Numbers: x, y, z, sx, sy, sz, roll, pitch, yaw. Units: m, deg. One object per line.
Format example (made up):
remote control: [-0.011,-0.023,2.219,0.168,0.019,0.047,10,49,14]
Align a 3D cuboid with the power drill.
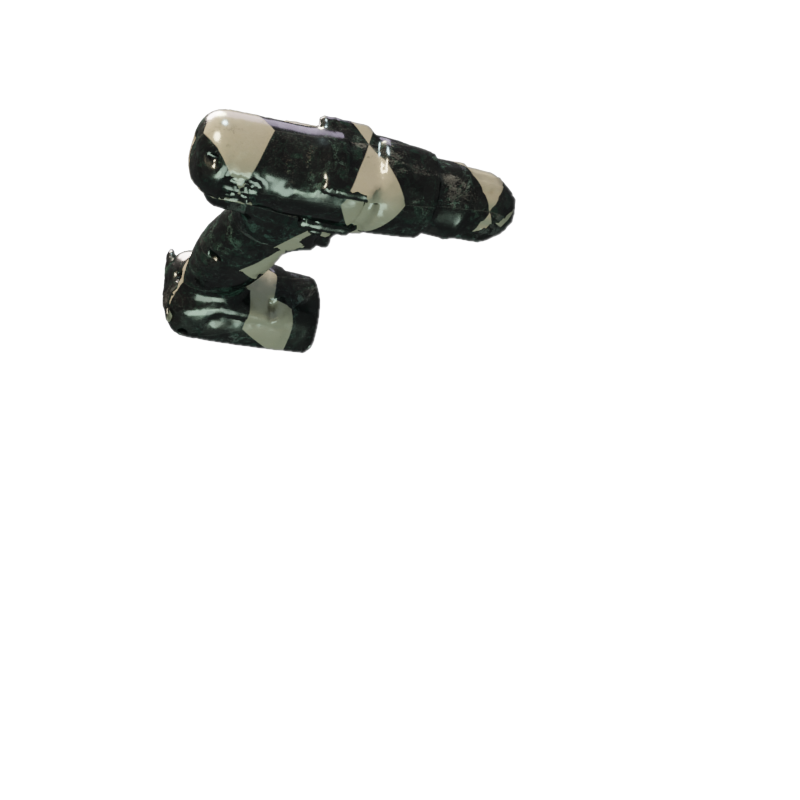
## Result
power drill: [-0.051,-0.092,0.648,0.178,0.061,0.182,11,-30,-21]
